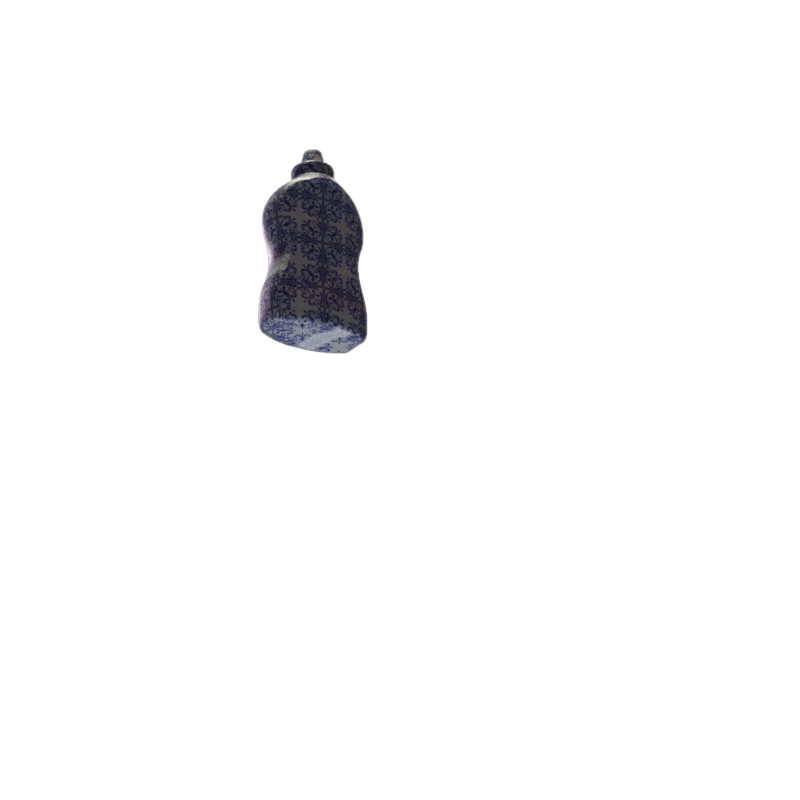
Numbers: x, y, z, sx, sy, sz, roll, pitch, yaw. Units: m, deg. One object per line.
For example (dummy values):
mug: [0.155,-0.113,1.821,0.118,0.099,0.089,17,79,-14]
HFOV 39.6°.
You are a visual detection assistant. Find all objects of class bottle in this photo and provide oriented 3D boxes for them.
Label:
bottle: [-0.078,-0.142,0.995,0.092,0.203,0.057,13,-31,-27]
